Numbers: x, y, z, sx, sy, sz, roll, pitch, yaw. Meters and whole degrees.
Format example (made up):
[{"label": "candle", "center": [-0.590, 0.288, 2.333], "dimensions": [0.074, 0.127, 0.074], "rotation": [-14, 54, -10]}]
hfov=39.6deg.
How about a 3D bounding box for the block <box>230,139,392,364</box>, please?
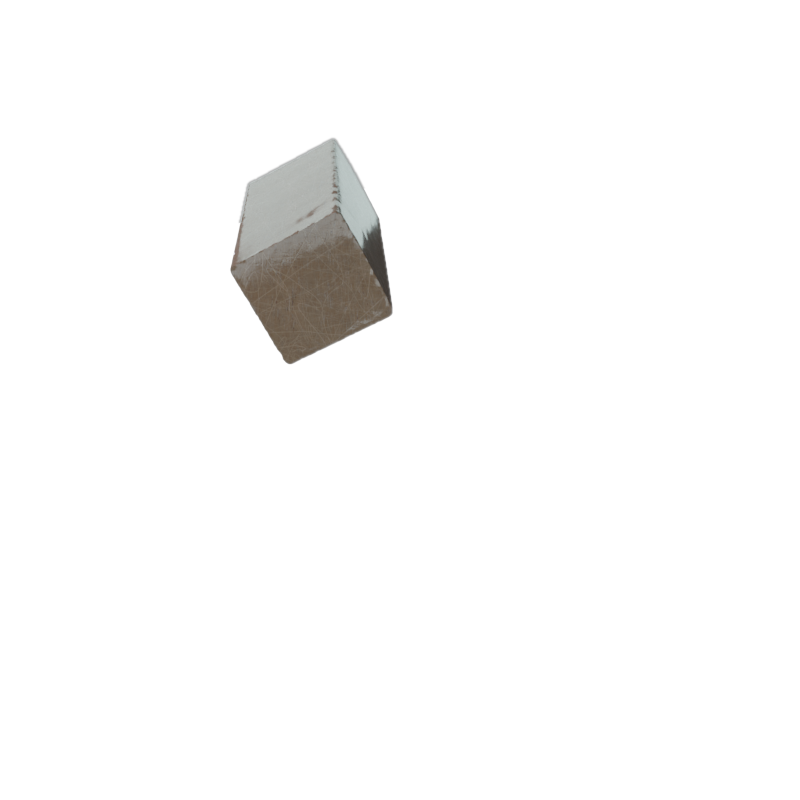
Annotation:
[{"label": "block", "center": [-0.069, -0.126, 0.882], "dimensions": [0.091, 0.085, 0.217], "rotation": [-26, 24, 9]}]
